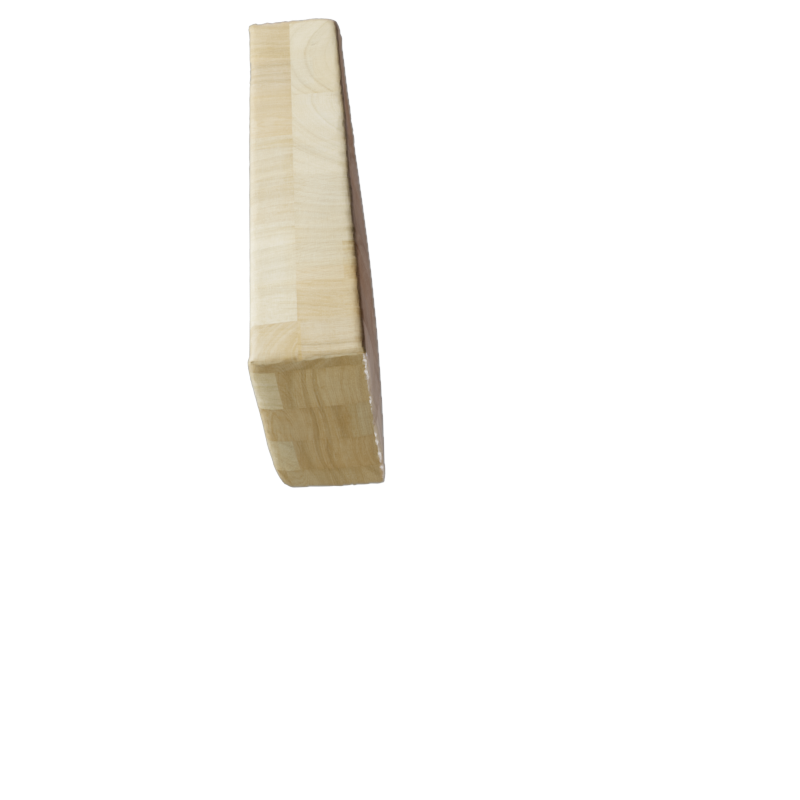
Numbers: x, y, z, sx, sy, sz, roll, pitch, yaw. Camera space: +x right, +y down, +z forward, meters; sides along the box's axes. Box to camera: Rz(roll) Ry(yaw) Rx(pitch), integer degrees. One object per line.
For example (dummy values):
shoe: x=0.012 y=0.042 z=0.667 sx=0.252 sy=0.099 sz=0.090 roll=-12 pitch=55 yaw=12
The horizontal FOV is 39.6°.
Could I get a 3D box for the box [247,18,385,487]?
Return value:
box: x=-0.035 y=-0.064 z=0.449 sx=0.048 sy=0.189 sz=0.087 roll=-4 pitch=-36 yaw=2
